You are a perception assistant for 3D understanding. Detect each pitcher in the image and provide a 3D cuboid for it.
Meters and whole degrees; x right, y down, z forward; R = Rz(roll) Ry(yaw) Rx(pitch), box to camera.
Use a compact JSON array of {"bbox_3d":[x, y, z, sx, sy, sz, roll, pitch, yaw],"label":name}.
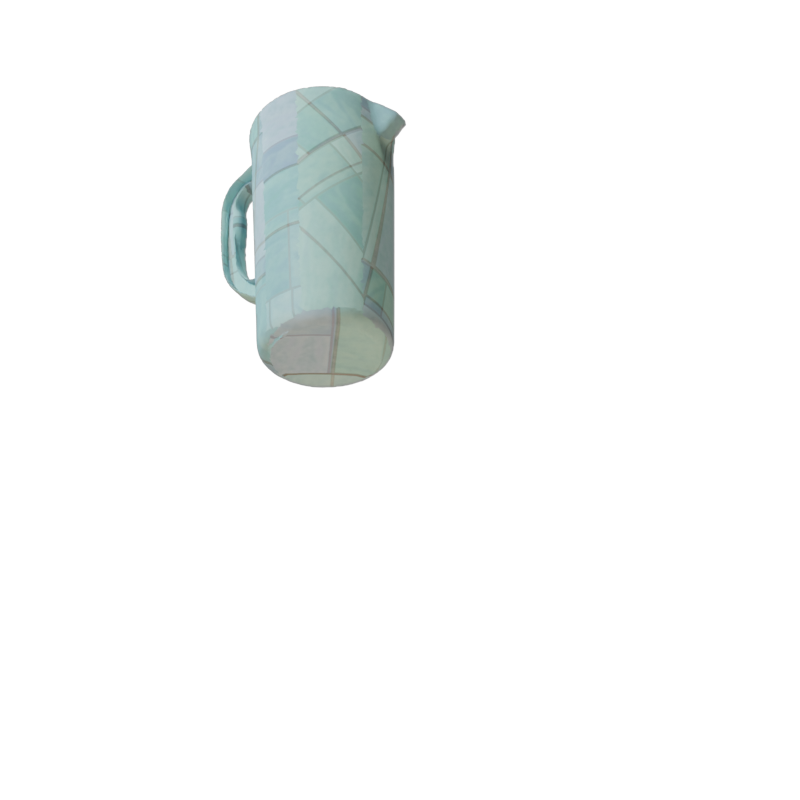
[{"bbox_3d":[-0.074,-0.134,0.941,0.142,0.260,0.142,7,-37,-13],"label":"pitcher"}]
